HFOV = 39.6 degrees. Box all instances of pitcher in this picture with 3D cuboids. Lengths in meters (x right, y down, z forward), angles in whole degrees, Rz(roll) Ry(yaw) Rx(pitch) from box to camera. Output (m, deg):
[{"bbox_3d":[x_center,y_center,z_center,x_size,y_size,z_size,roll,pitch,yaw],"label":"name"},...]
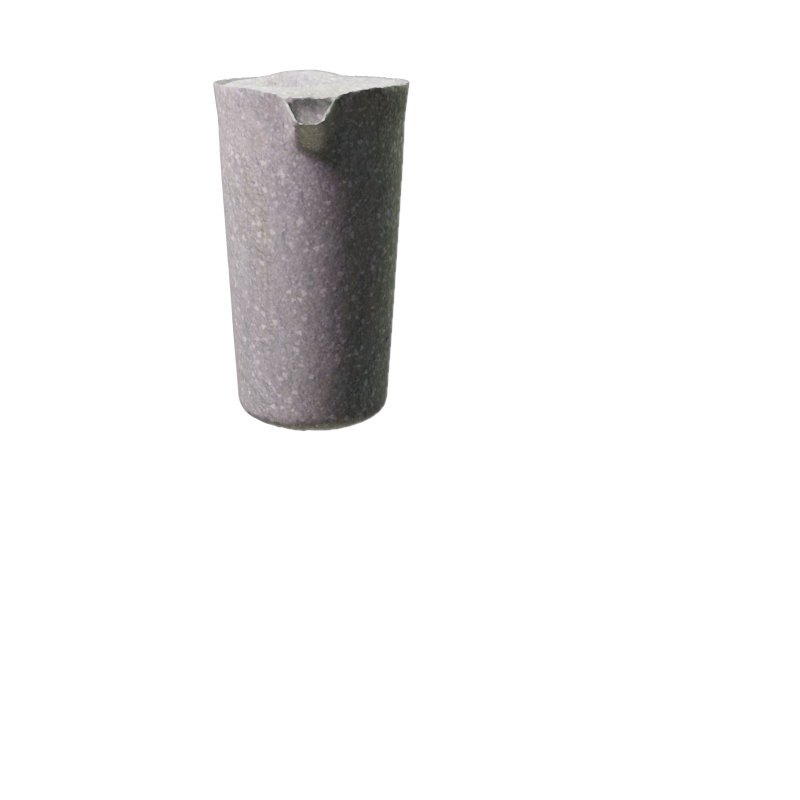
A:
[{"bbox_3d":[-0.062,-0.113,0.790,0.153,0.235,0.146,14,20,40],"label":"pitcher"}]
